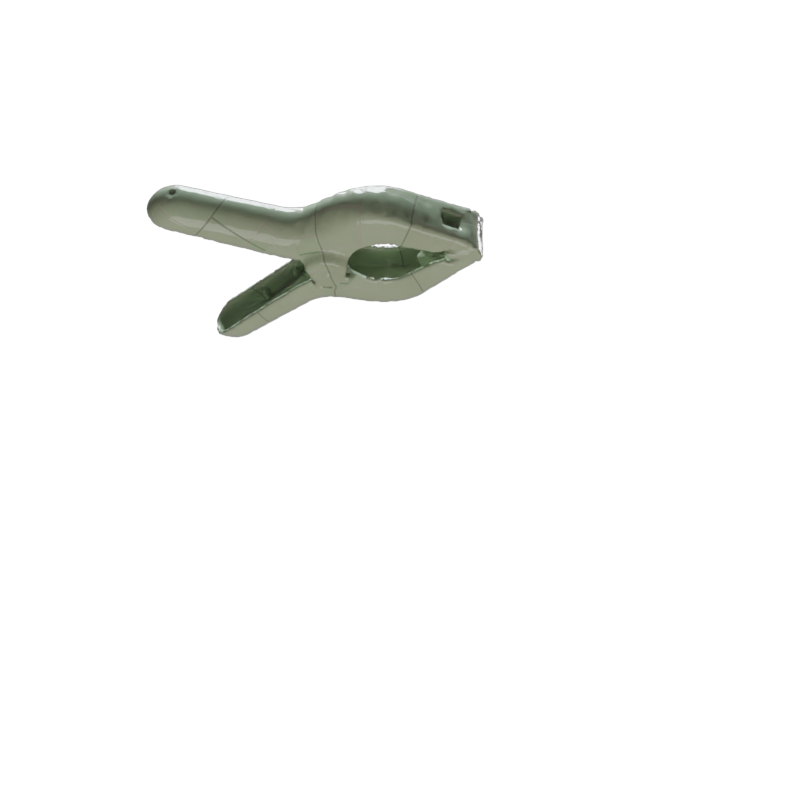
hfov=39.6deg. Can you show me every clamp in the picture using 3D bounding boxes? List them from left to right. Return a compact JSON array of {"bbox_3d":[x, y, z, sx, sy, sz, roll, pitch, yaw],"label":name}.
[{"bbox_3d":[-0.046,-0.084,0.586,0.174,0.042,0.111,-12,-31,20],"label":"clamp"}]
